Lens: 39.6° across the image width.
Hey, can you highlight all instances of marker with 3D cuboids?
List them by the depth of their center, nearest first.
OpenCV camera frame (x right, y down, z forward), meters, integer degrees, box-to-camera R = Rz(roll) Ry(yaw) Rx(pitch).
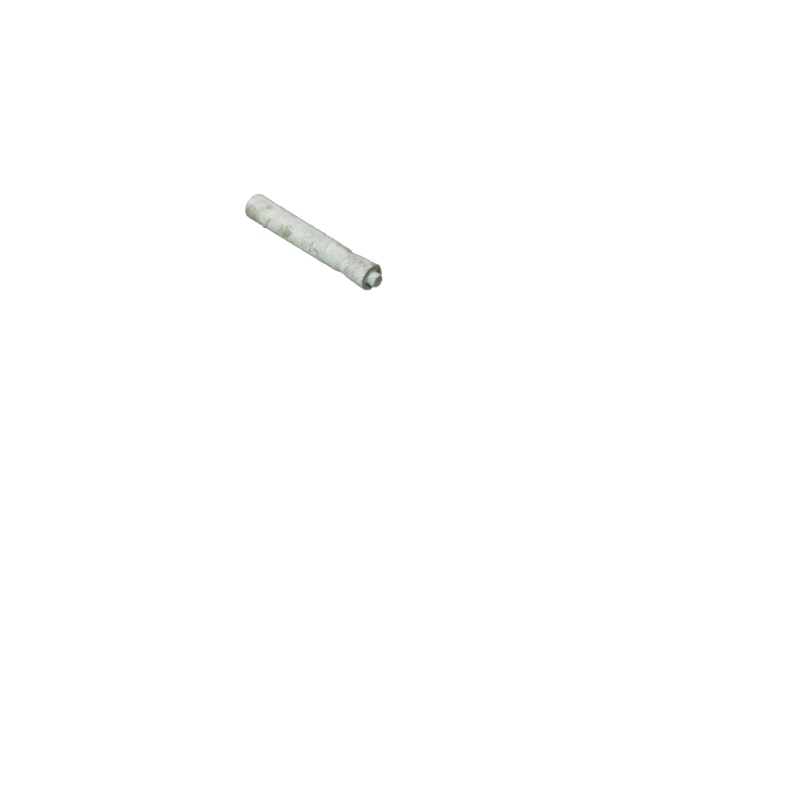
[{"bbox_3d":[-0.058,-0.106,0.744,0.129,0.019,0.019,35,24,34],"label":"marker"}]
